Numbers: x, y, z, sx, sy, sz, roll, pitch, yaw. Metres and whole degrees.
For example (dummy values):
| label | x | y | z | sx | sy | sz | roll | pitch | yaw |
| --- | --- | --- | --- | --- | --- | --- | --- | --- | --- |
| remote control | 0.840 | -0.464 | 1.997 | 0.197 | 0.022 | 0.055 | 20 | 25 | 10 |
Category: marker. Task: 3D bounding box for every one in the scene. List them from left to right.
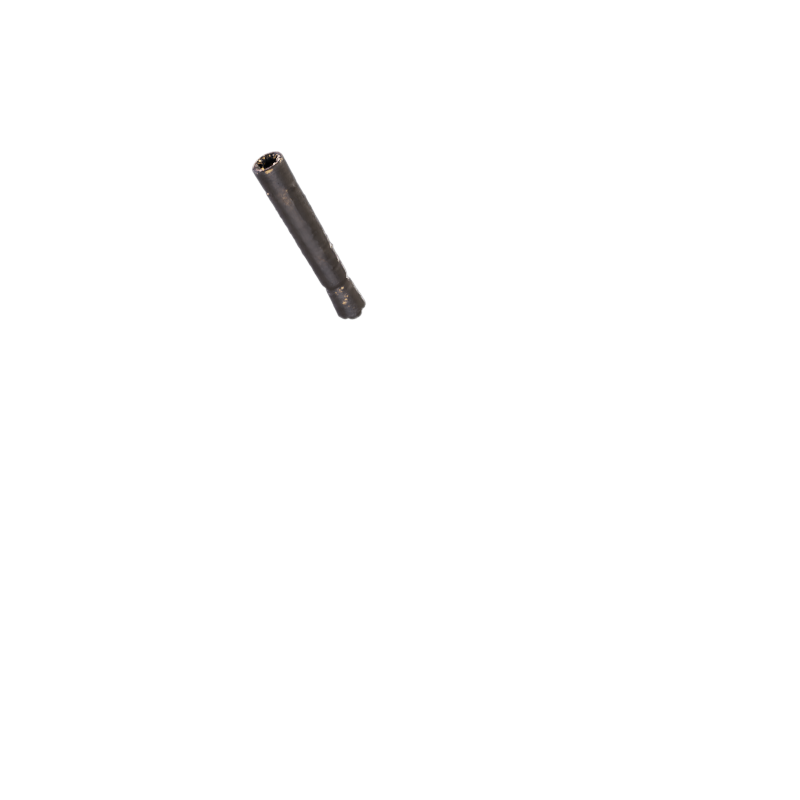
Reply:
| label | x | y | z | sx | sy | sz | roll | pitch | yaw |
| --- | --- | --- | --- | --- | --- | --- | --- | --- | --- |
| marker | -0.050 | -0.091 | 0.638 | 0.020 | 0.112 | 0.021 | -20 | 37 | 14 |
